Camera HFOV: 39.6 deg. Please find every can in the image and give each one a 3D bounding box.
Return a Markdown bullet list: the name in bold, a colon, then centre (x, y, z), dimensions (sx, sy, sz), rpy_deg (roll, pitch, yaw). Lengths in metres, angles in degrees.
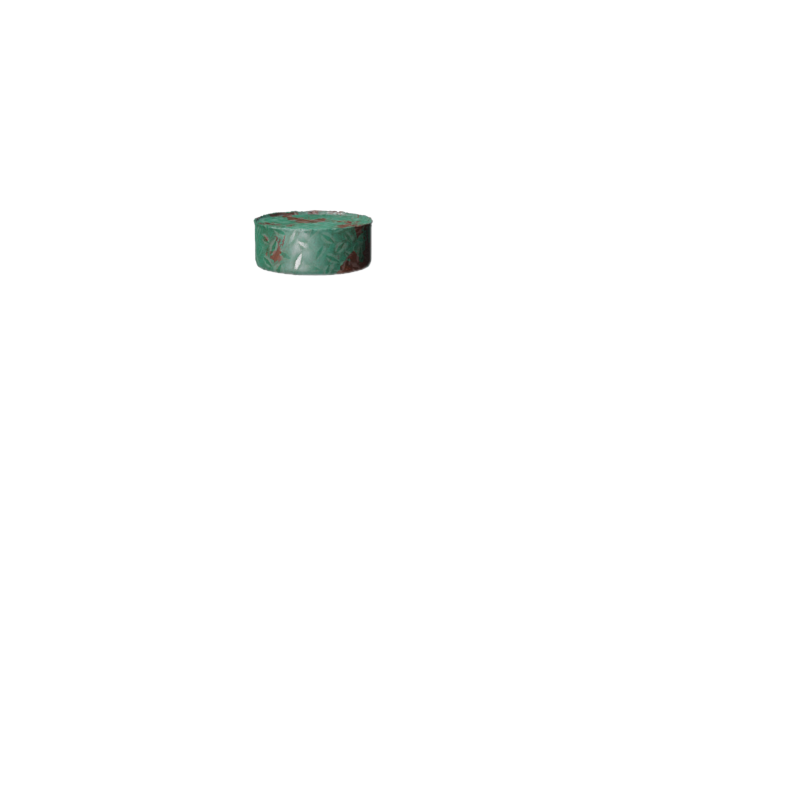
- **can**: centre (-0.063, -0.114, 0.799), dimensions (0.086, 0.032, 0.089), rpy_deg (-1, 17, -2)
